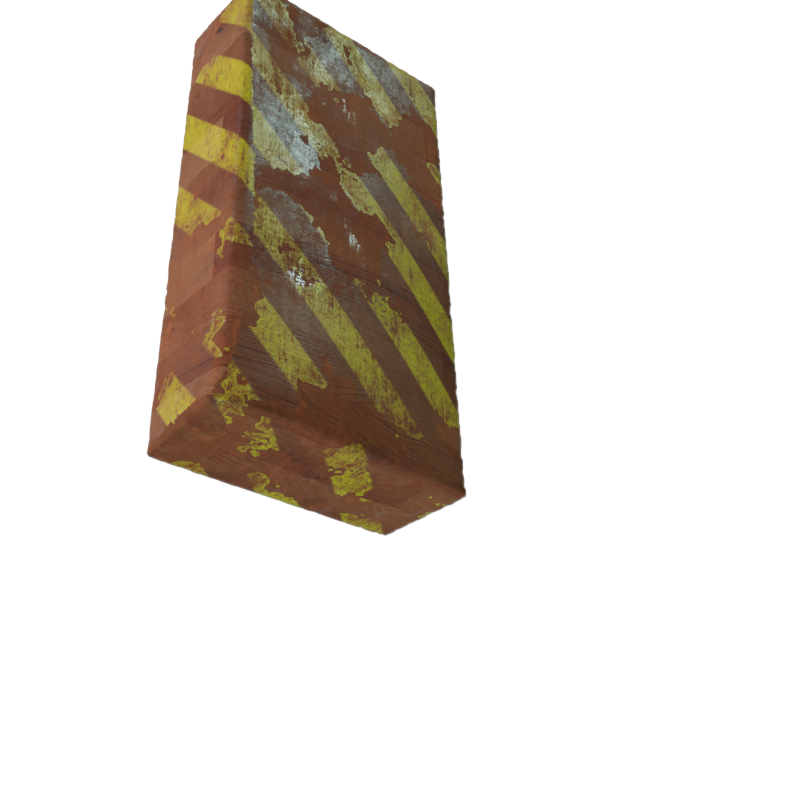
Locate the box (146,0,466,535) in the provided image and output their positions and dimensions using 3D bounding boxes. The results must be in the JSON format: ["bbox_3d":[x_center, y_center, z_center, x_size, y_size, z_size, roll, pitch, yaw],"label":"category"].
[{"bbox_3d":[-0.030,-0.054,0.378,0.088,0.189,0.047,24,-45,-31],"label":"box"}]
